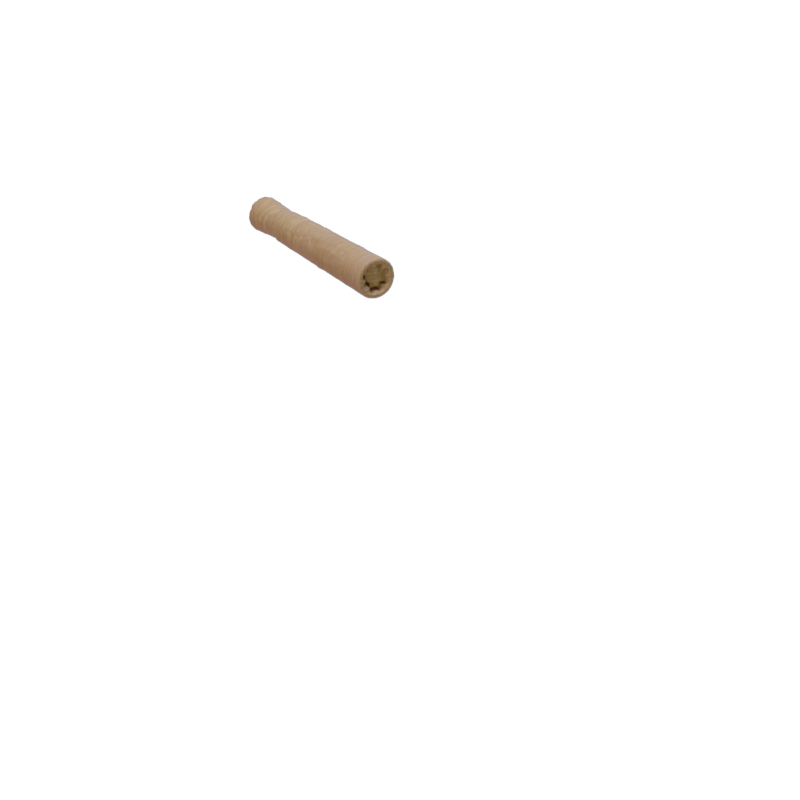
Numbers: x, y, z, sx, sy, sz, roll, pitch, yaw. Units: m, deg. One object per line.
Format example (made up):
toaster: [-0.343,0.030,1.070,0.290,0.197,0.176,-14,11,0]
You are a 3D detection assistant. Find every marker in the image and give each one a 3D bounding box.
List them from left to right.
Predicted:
marker: [-0.042,-0.076,0.535,0.019,0.019,0.129,-2,23,-31]
